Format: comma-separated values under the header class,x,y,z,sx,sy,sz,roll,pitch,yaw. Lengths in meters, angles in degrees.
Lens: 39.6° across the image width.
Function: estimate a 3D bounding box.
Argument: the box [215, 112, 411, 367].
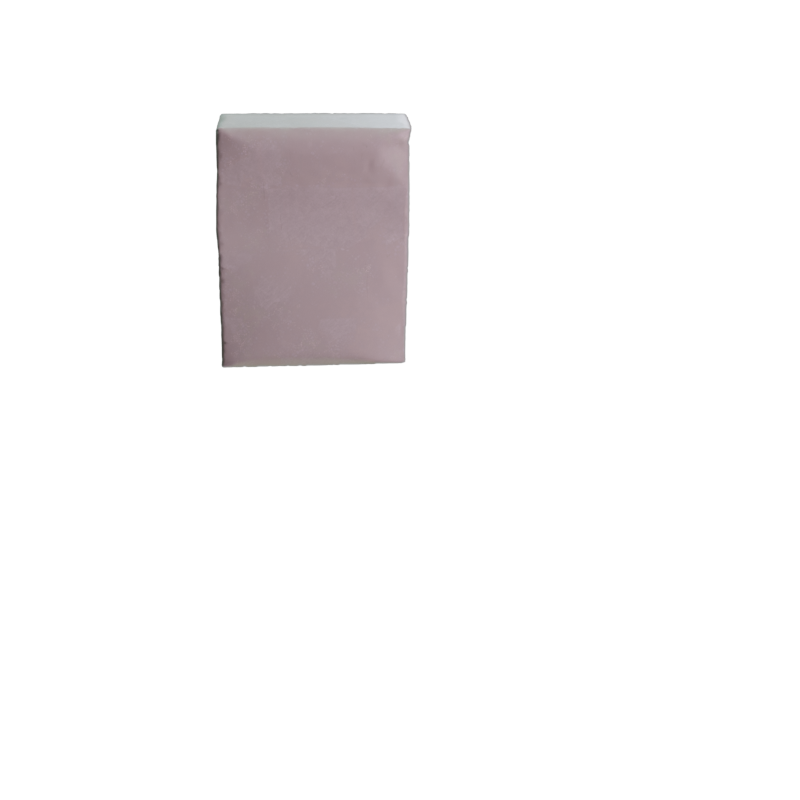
class,x,y,z,sx,sy,sz,roll,pitch,yaw
box,-0.075,-0.137,0.958,0.164,0.205,0.075,0,19,-2
